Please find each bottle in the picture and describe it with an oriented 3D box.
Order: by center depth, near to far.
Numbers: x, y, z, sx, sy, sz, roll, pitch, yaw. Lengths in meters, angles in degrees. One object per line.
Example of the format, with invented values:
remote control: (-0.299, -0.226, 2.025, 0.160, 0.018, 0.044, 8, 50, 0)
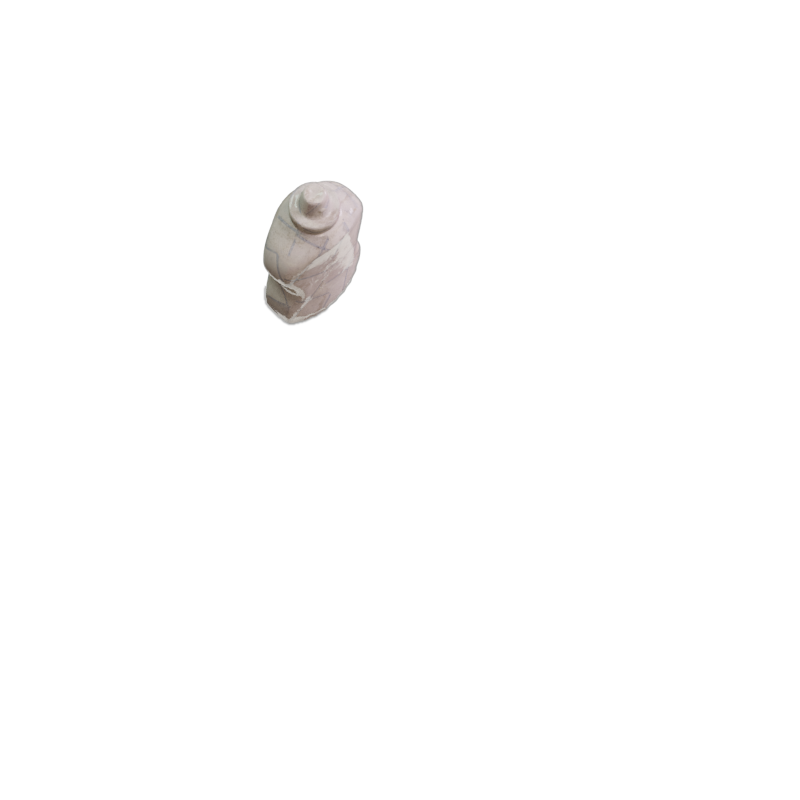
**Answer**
bottle: (-0.072, -0.132, 0.928, 0.097, 0.060, 0.184, -43, -9, -14)
